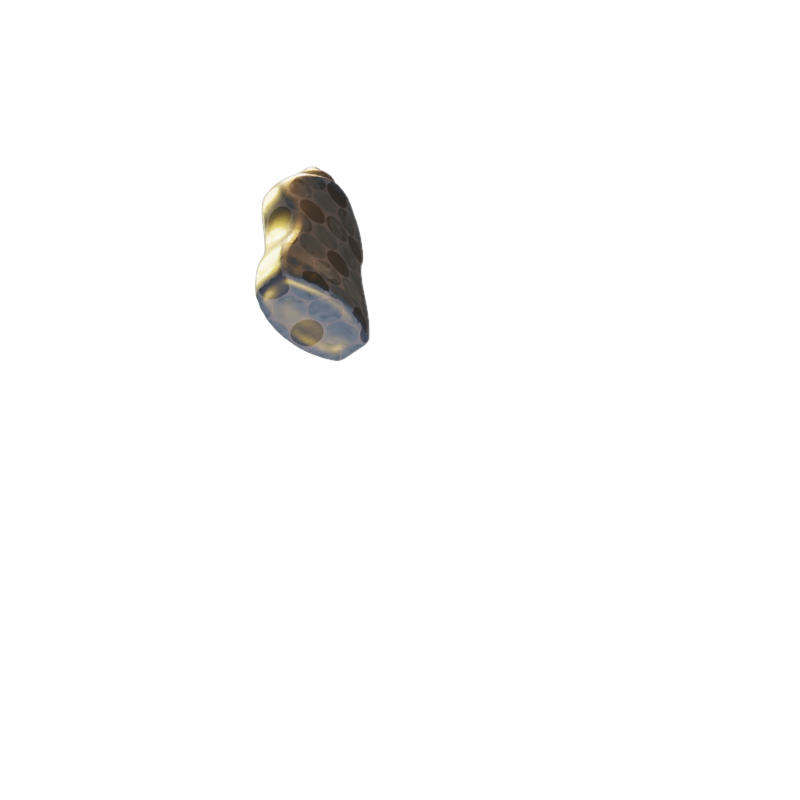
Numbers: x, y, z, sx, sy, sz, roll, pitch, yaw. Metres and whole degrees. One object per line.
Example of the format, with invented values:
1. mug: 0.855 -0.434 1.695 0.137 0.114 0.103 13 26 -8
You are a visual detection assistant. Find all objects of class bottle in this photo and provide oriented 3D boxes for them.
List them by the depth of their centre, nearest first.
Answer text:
1. bottle: -0.069 -0.126 0.882 0.058 0.206 0.090 -37 -55 27
